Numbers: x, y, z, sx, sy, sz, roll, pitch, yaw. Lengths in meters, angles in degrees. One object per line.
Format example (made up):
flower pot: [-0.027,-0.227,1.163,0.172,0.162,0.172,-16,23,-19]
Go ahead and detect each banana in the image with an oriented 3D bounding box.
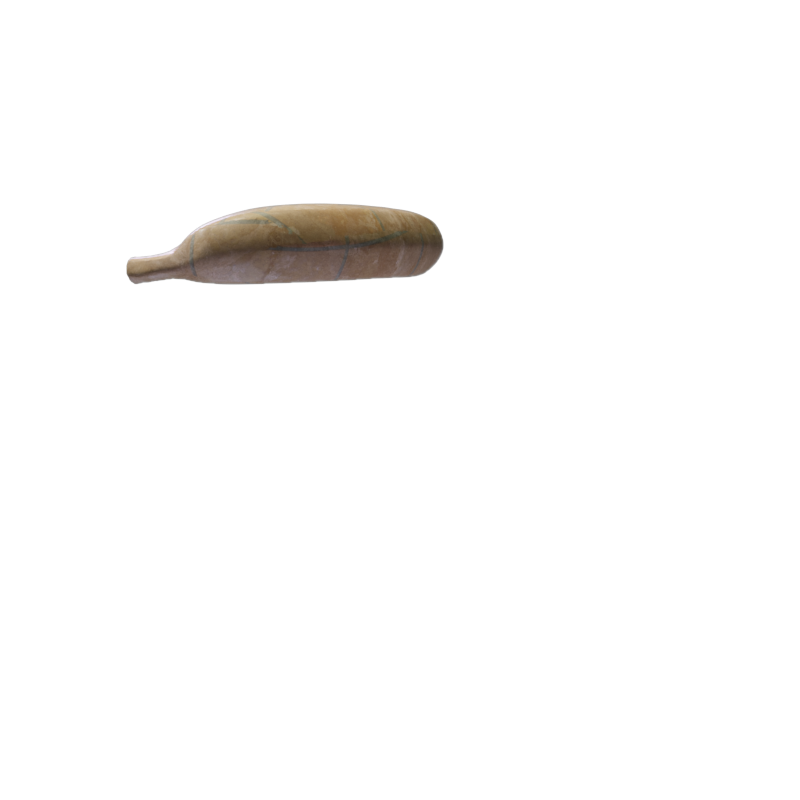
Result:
banana: [-0.033,-0.077,0.540,0.191,0.036,0.073,-8,11,-44]
